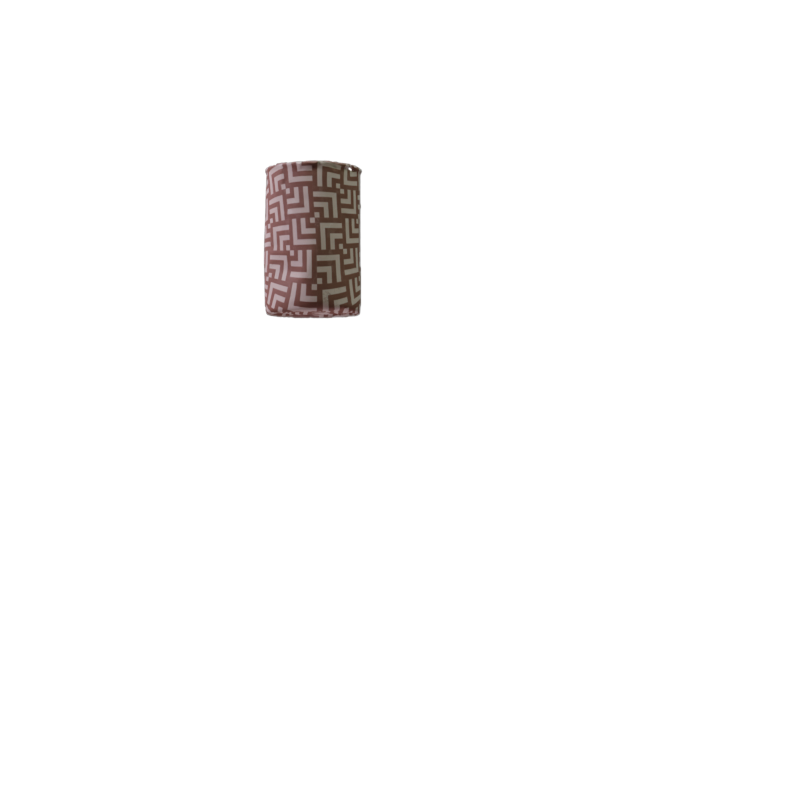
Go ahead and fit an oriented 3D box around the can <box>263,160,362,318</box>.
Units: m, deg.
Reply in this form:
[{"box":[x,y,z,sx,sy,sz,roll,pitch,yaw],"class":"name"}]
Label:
[{"box":[-0.060,-0.110,0.771,0.068,0.104,0.068,0,-6,-2],"class":"can"}]
